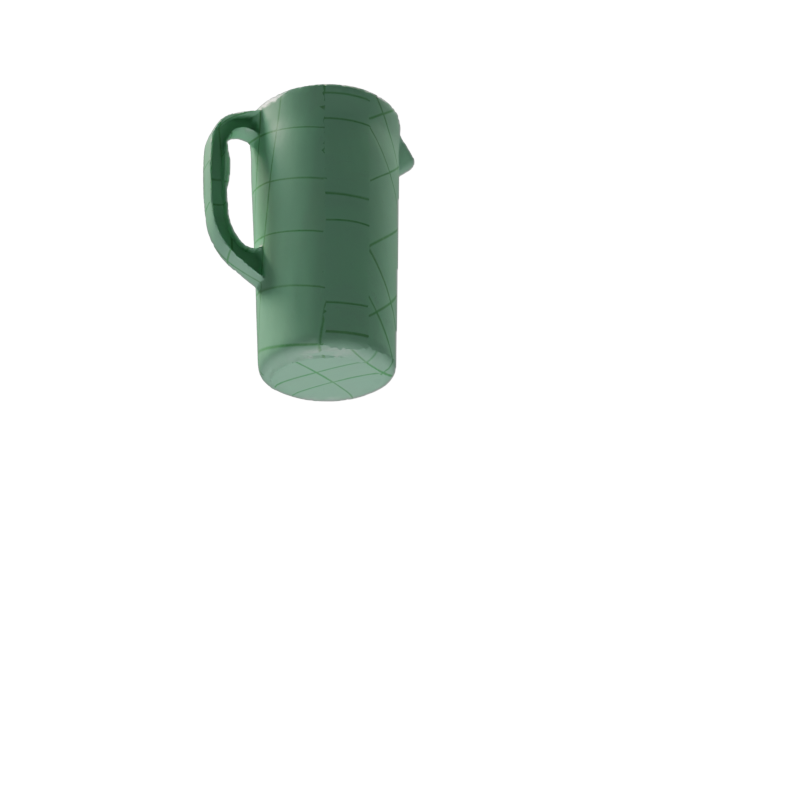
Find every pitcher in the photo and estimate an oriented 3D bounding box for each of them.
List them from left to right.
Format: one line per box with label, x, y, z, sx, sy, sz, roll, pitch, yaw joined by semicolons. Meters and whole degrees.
pitcher;-0.071;-0.130;0.912;0.151;0.258;0.134;-11;-28;18
